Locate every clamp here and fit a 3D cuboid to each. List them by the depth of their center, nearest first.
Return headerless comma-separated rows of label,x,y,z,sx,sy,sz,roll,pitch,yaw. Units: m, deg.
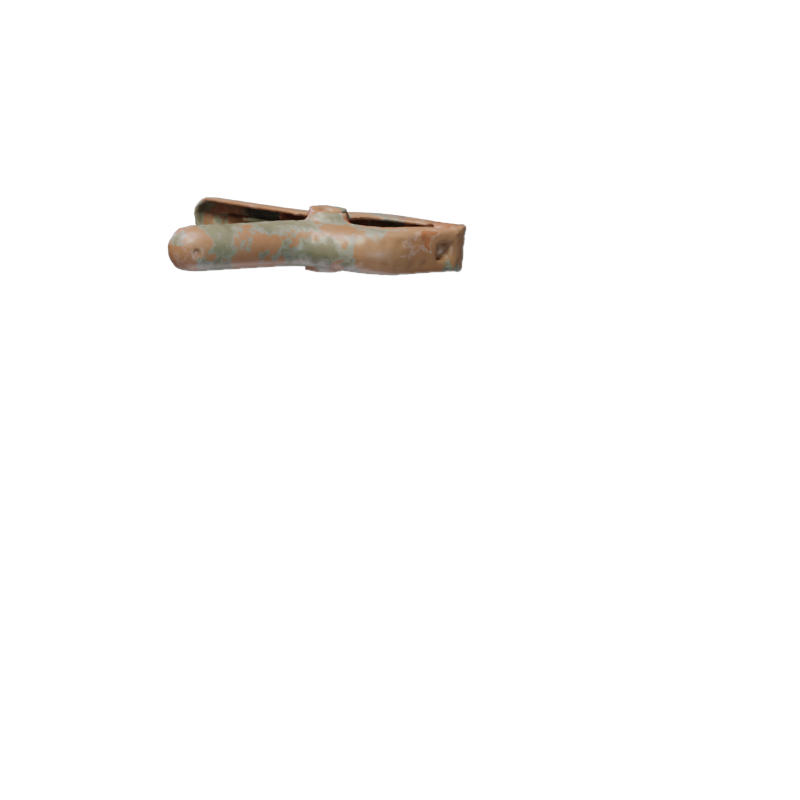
clamp,-0.050,-0.091,0.637,0.174,0.037,0.124,4,24,8
